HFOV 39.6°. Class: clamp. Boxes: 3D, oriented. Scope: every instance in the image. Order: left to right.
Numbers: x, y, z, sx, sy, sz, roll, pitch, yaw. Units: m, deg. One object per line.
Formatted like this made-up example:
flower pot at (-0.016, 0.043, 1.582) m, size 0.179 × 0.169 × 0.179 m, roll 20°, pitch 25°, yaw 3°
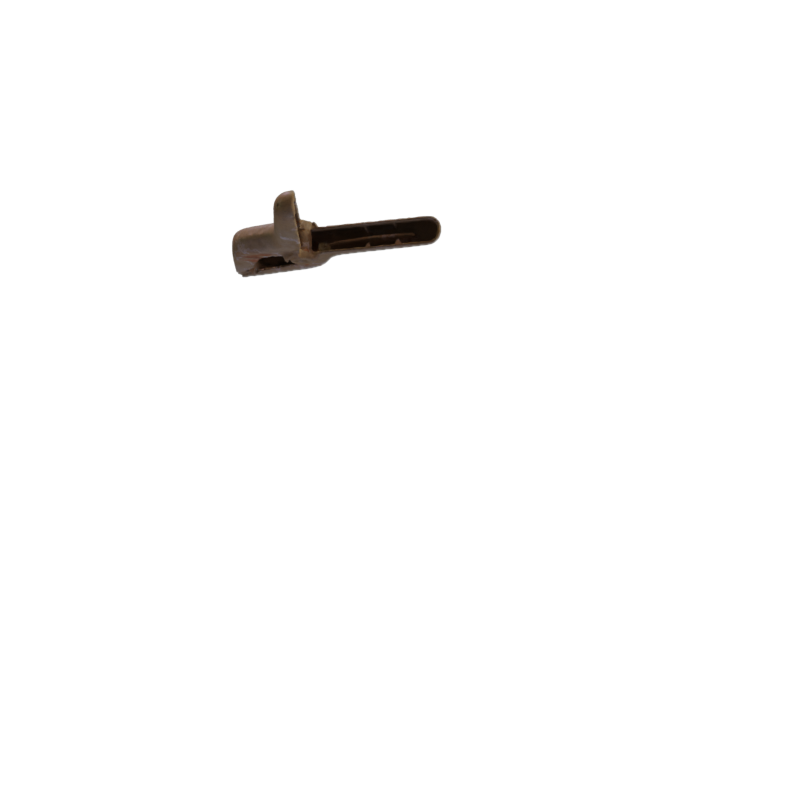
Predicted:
clamp at (-0.077, -0.141, 0.989) m, size 0.158 × 0.037 × 0.213 m, roll 4°, pitch -8°, yaw -31°
